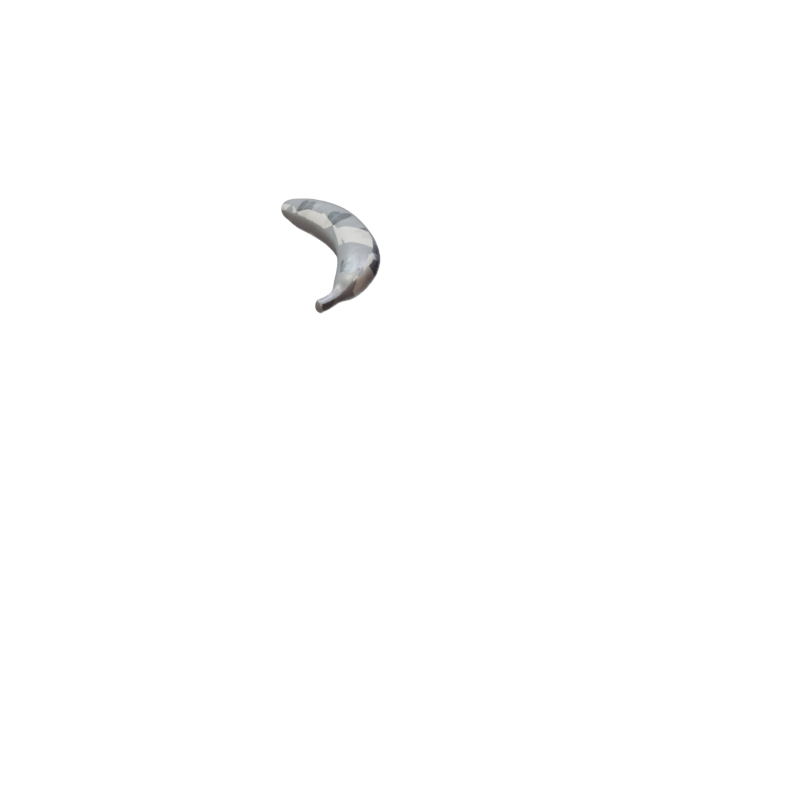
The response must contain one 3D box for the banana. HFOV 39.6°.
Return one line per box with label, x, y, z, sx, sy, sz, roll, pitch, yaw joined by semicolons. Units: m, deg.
banana;-0.059;-0.141;0.992;0.069;0.035;0.212;-6;32;-11
